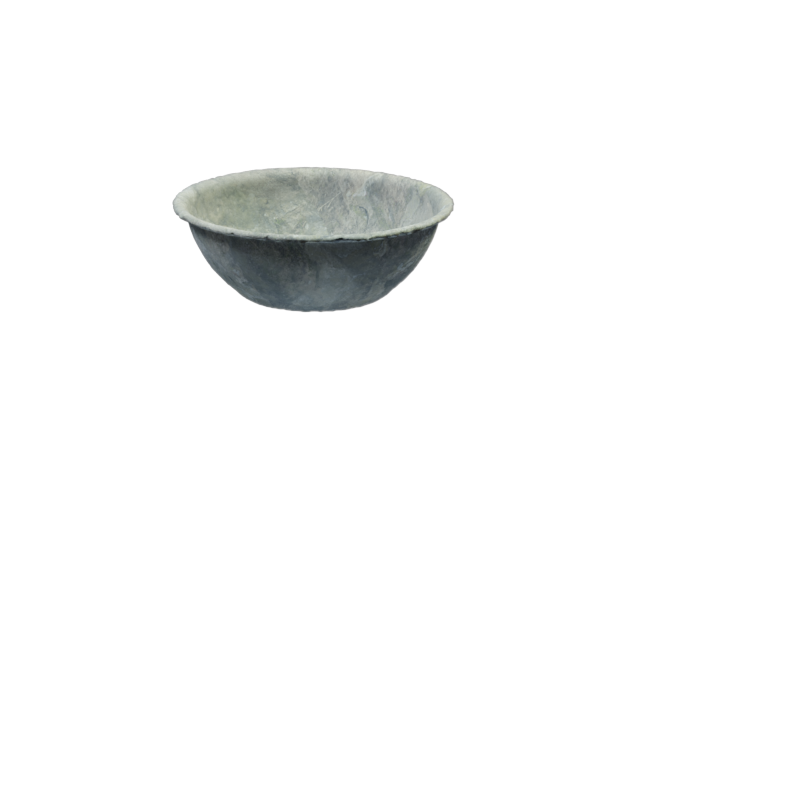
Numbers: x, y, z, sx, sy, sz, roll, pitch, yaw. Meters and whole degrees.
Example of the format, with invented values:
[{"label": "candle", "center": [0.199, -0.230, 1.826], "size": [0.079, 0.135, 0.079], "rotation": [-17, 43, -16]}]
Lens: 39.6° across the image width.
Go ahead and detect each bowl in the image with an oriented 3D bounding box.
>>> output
[{"label": "bowl", "center": [-0.051, -0.092, 0.647], "size": [0.162, 0.053, 0.170], "rotation": [-1, 24, -2]}]
